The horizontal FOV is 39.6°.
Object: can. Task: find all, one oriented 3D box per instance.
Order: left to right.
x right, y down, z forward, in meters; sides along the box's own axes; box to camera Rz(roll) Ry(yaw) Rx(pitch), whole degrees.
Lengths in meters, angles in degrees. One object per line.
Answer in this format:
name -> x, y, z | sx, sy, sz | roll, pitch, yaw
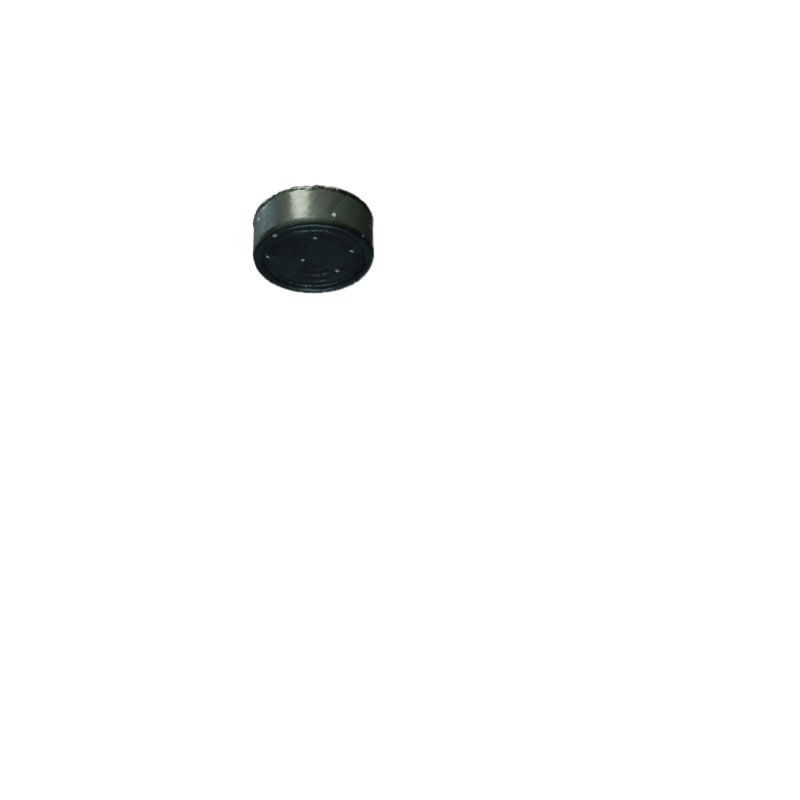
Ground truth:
can -> -0.061, -0.111, 0.777 | 0.086, 0.036, 0.080 | 1, -32, -2
